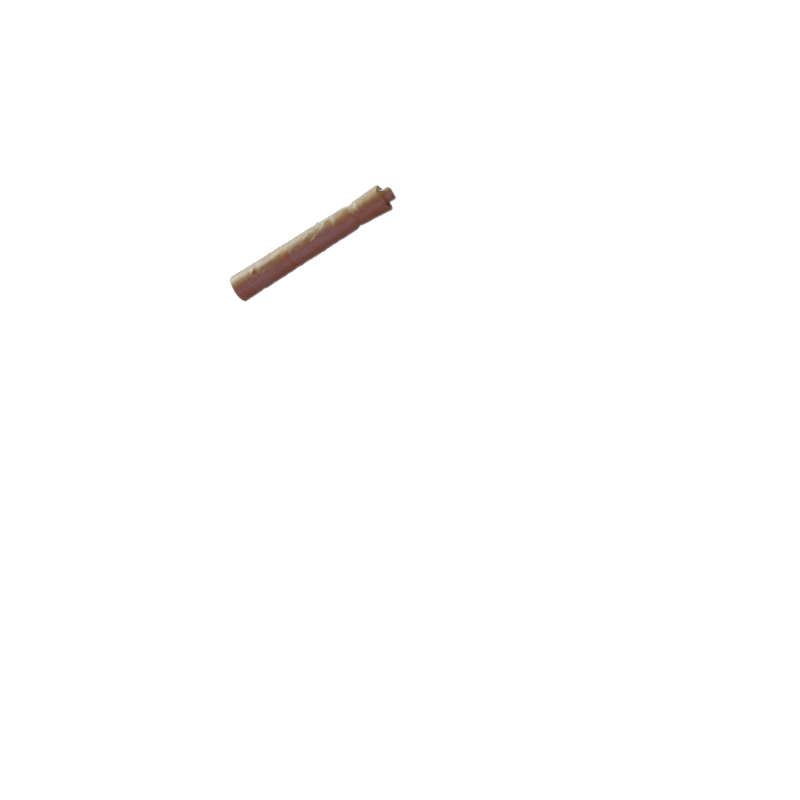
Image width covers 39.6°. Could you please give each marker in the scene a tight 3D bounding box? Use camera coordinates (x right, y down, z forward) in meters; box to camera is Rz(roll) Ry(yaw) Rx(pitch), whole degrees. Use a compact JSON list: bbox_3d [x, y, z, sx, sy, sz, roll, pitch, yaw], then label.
[{"bbox_3d":[-0.056,-0.102,0.712,0.121,0.020,0.019,-30,-4,14],"label":"marker"}]
